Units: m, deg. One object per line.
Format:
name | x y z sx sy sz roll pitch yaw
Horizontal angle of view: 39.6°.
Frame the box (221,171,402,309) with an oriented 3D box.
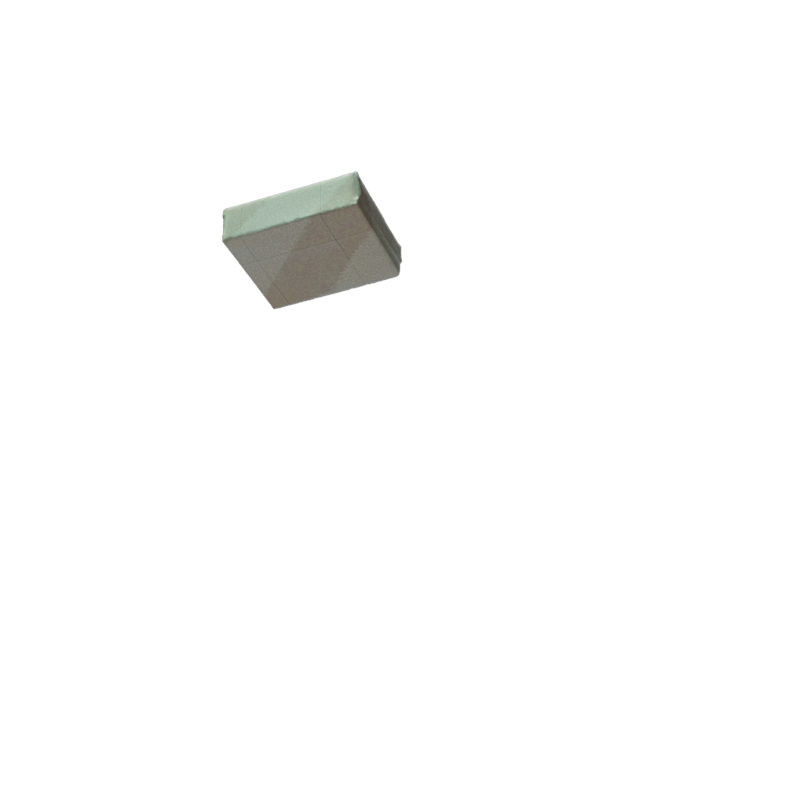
box | -0.052 -0.096 0.671 0.090 0.032 0.067 -13 -38 18
